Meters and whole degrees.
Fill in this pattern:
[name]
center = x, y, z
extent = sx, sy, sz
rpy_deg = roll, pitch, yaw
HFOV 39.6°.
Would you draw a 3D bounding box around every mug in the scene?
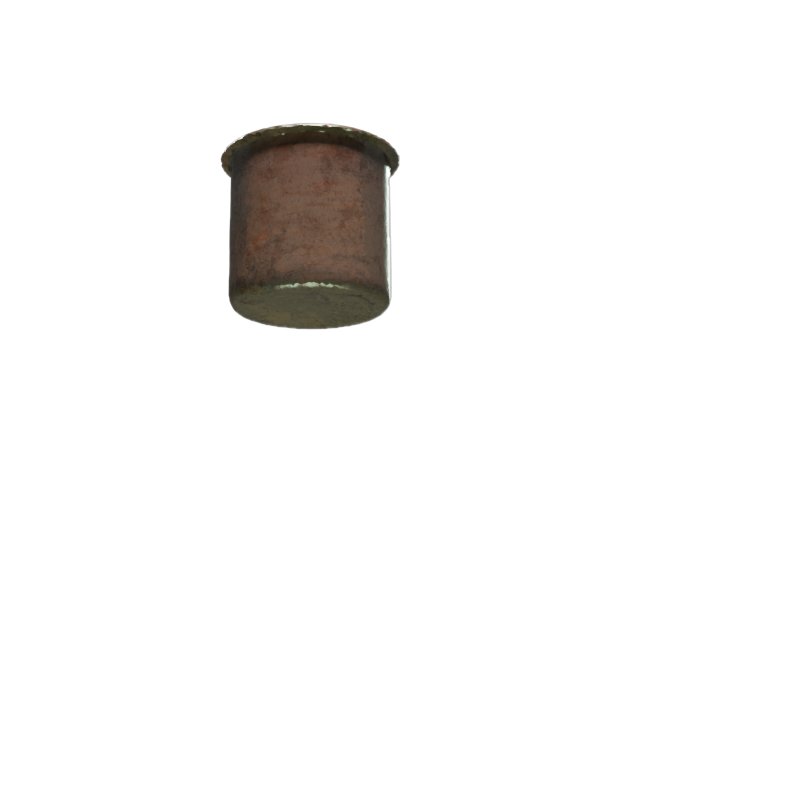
[mug]
center = -0.045, -0.082, 0.575
extent = 0.094, 0.085, 0.112
rpy_deg = -2, -15, 4
